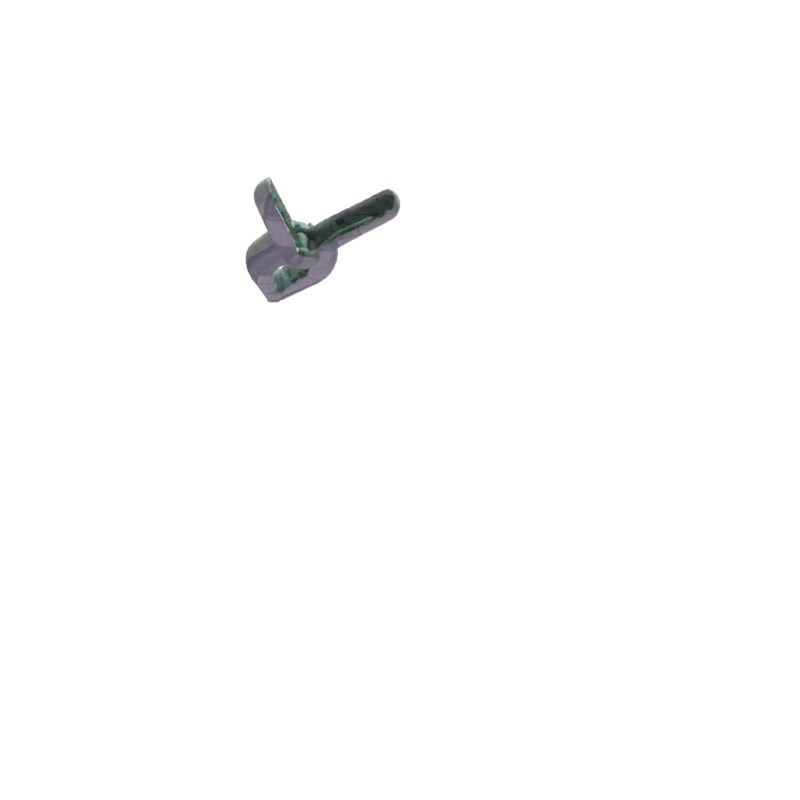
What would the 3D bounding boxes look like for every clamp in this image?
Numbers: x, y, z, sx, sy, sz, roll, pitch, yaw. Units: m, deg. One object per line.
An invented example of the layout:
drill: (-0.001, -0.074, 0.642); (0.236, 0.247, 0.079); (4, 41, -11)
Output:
clamp: (-0.073, -0.133, 0.931); (0.118, 0.041, 0.165); (5, -23, -12)
